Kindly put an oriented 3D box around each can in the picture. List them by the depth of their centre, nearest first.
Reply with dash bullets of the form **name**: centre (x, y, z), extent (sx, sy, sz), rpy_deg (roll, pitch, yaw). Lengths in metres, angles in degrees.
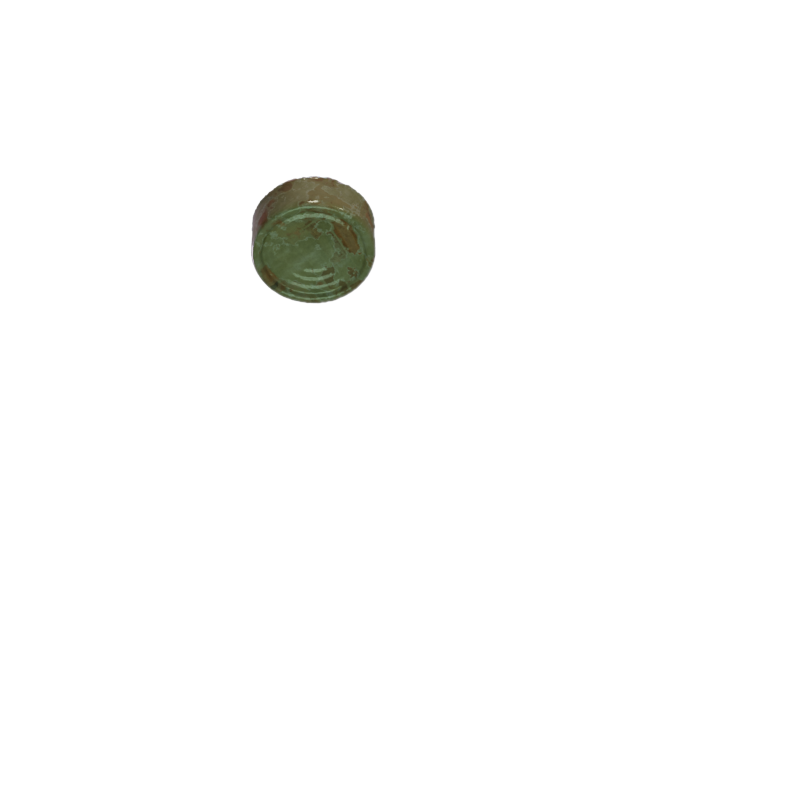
- **can**: centre (-0.059, -0.108, 0.758), extent (0.086, 0.080, 0.036), rpy_deg (1, 39, -1)
